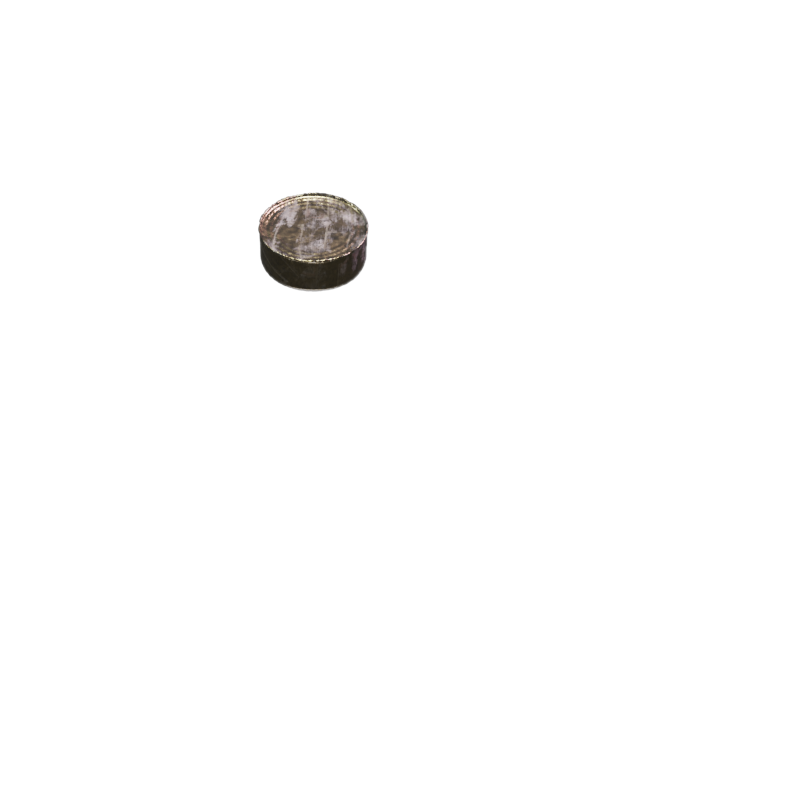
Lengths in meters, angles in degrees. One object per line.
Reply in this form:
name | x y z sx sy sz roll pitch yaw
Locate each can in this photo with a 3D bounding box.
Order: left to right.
can | -0.068 -0.124 0.872 0.086 0.031 0.092 -1 44 -2
